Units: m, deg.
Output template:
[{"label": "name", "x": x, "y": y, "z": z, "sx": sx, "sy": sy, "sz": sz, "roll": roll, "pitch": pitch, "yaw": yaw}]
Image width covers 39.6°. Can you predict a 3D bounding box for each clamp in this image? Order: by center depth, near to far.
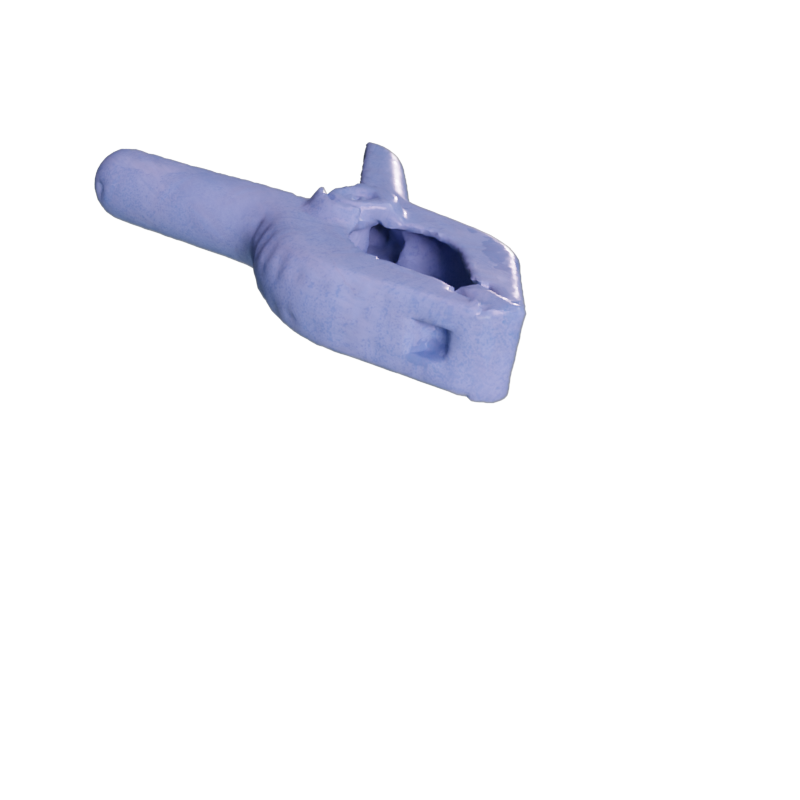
[{"label": "clamp", "x": -0.028, "y": -0.050, "z": 0.351, "sx": 0.118, "sy": 0.037, "sz": 0.183, "roll": -9, "pitch": 27, "yaw": -19}]
